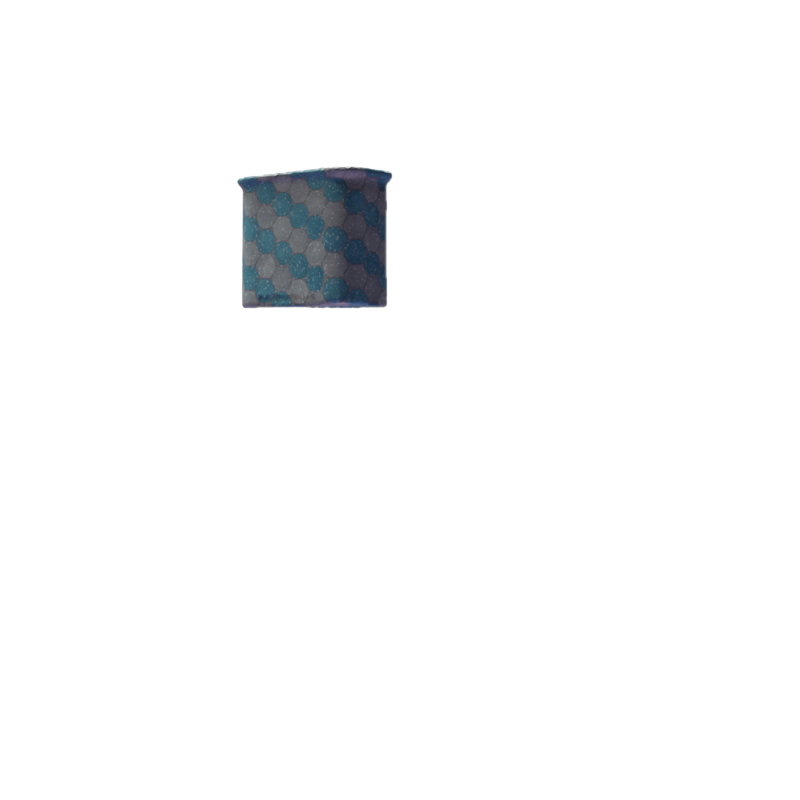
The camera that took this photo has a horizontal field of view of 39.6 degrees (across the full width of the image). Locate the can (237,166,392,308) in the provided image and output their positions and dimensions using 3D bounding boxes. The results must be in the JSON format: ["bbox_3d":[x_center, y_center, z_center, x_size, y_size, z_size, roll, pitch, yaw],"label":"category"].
[{"bbox_3d":[-0.055,-0.100,0.701,0.106,0.084,0.055,1,0,39],"label":"can"}]
